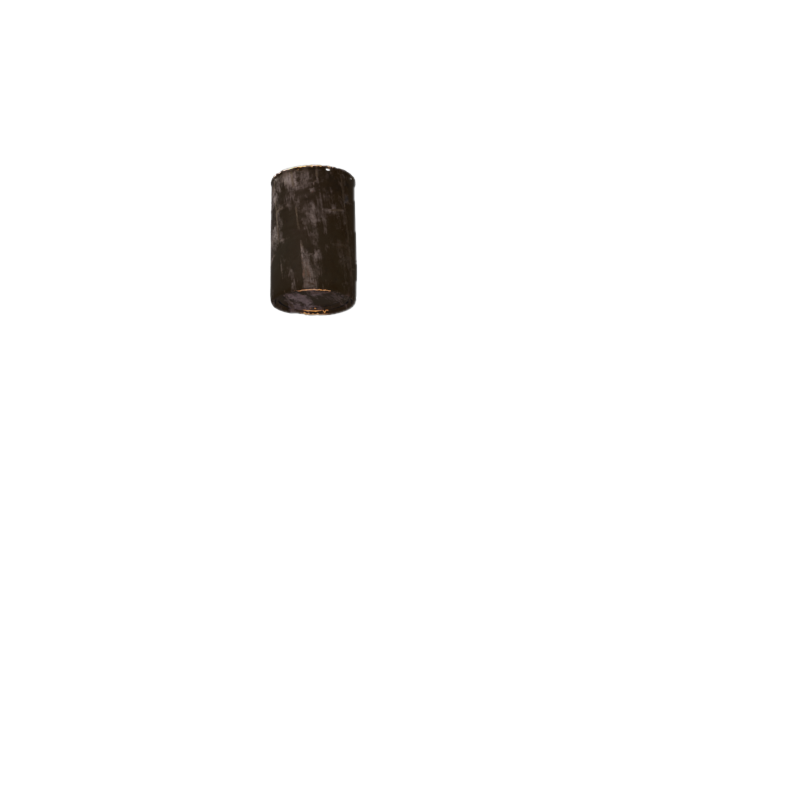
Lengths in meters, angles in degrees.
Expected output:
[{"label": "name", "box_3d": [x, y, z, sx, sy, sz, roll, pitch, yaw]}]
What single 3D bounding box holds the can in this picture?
[{"label": "can", "box_3d": [-0.068, -0.124, 0.866, 0.068, 0.107, 0.066, 0, -18, -2]}]
